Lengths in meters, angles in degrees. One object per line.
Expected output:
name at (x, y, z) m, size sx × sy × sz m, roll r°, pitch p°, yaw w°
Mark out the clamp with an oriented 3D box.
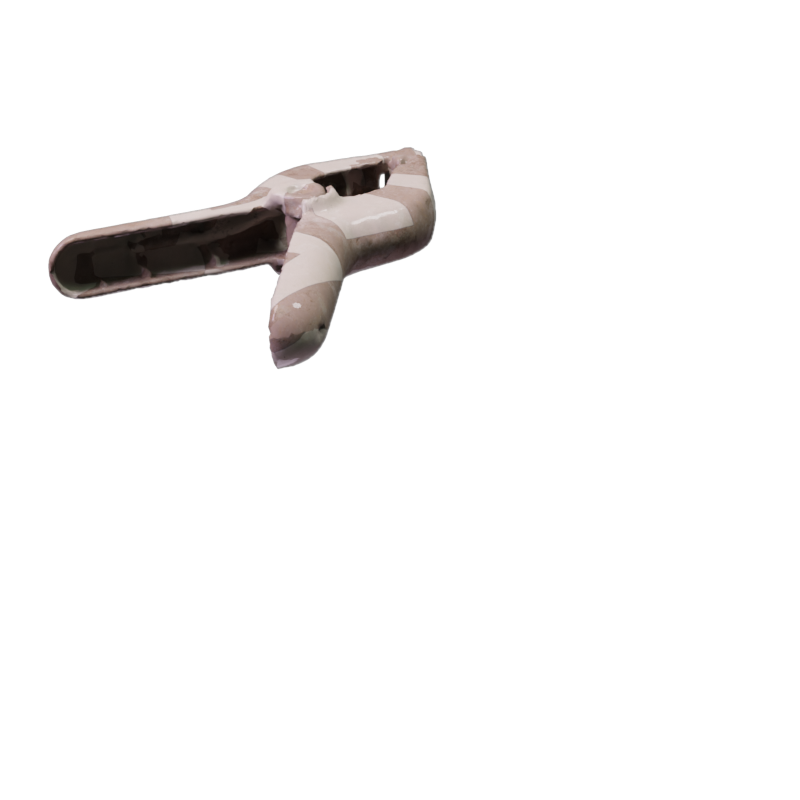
clamp at (-0.033, -0.061, 0.427) m, size 0.128 × 0.037 × 0.171 m, roll 28°, pitch 42°, yaw 36°
